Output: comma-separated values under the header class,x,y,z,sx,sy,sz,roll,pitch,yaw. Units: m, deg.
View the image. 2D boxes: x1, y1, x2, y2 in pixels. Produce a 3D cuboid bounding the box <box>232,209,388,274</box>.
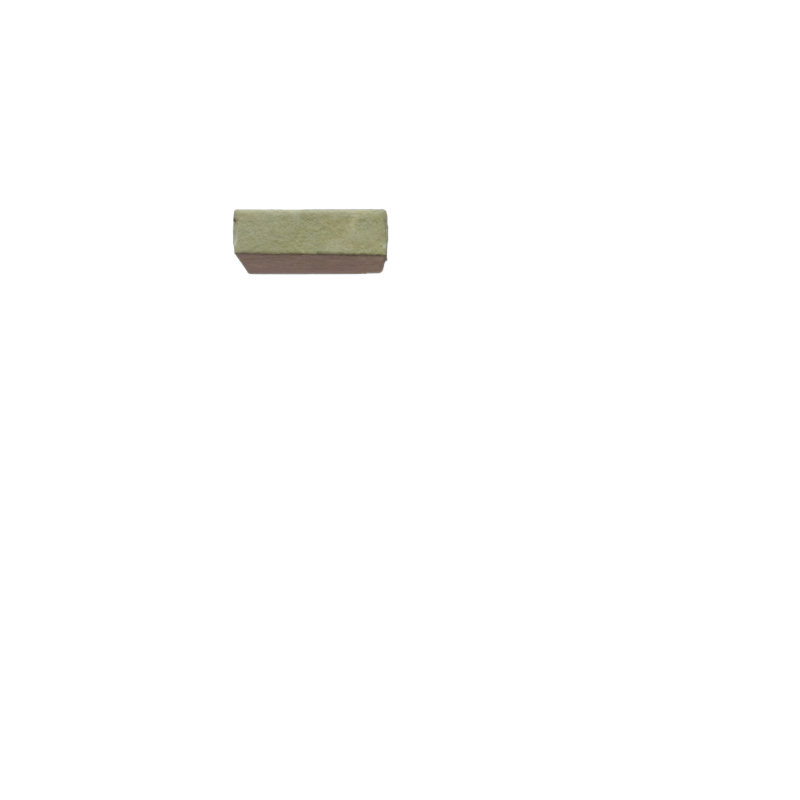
class,x,y,z,sx,sy,sz,roll,pitch,yaw
box,-0.052,-0.095,0.664,0.089,0.031,0.072,0,-3,1
